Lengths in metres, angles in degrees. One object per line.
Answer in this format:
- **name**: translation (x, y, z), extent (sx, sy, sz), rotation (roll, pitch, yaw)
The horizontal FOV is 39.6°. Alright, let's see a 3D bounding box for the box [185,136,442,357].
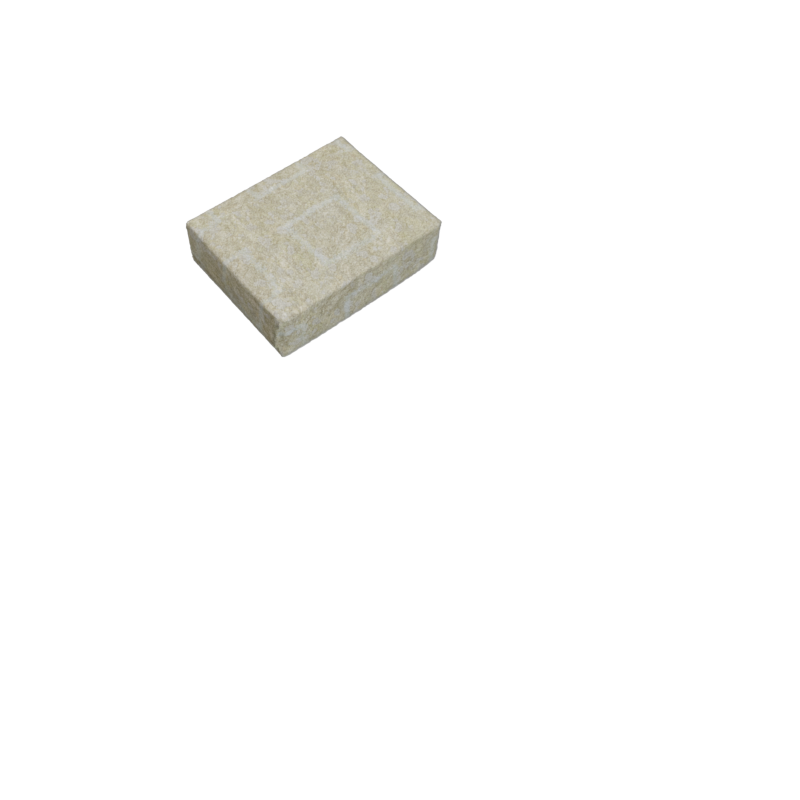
- **box**: translation (-0.048, -0.088, 0.617), extent (0.114, 0.036, 0.096), rotation (-32, 59, -23)
